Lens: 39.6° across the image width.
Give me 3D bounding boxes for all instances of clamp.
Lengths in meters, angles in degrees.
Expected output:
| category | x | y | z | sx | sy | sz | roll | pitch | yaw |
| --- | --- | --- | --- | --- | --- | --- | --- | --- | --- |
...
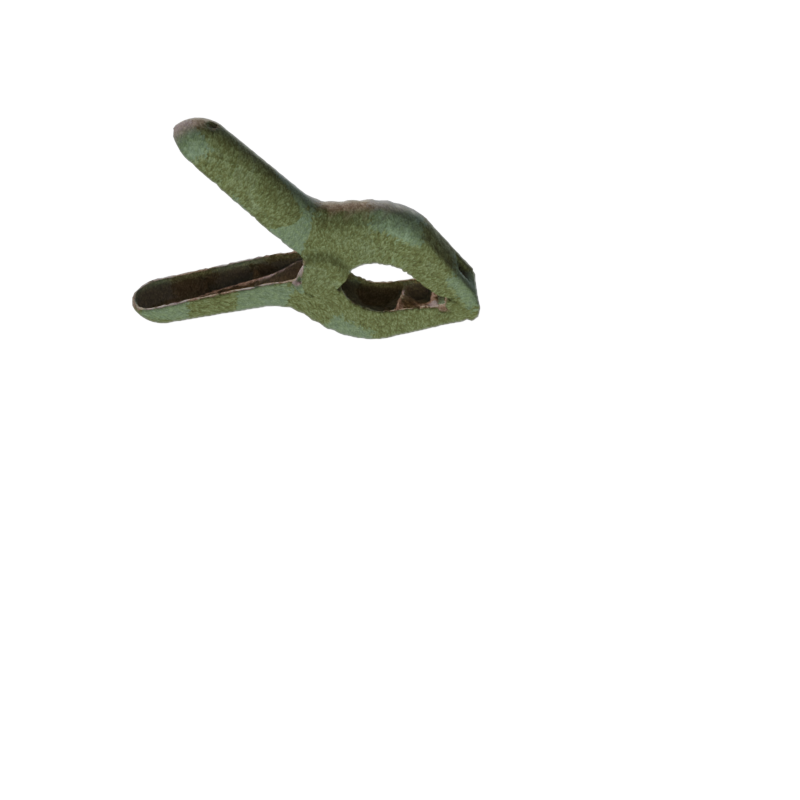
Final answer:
| category | x | y | z | sx | sy | sz | roll | pitch | yaw |
| --- | --- | --- | --- | --- | --- | --- | --- | --- | --- |
| clamp | -0.042 | -0.076 | 0.532 | 0.170 | 0.042 | 0.113 | 5 | -40 | -6 |
